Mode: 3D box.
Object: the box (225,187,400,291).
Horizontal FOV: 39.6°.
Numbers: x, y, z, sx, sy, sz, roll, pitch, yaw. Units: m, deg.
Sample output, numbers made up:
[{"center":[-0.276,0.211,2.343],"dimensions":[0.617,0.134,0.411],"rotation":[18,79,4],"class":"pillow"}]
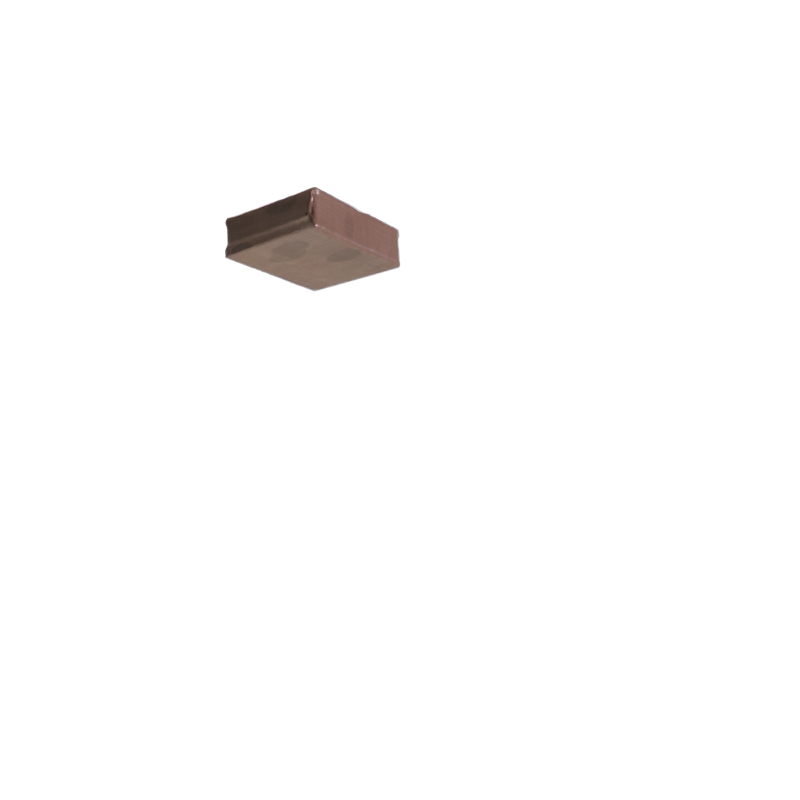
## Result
[{"center":[-0.055,-0.100,0.700],"dimensions":[0.074,0.032,0.084],"rotation":[-13,-20,37],"class":"box"}]
